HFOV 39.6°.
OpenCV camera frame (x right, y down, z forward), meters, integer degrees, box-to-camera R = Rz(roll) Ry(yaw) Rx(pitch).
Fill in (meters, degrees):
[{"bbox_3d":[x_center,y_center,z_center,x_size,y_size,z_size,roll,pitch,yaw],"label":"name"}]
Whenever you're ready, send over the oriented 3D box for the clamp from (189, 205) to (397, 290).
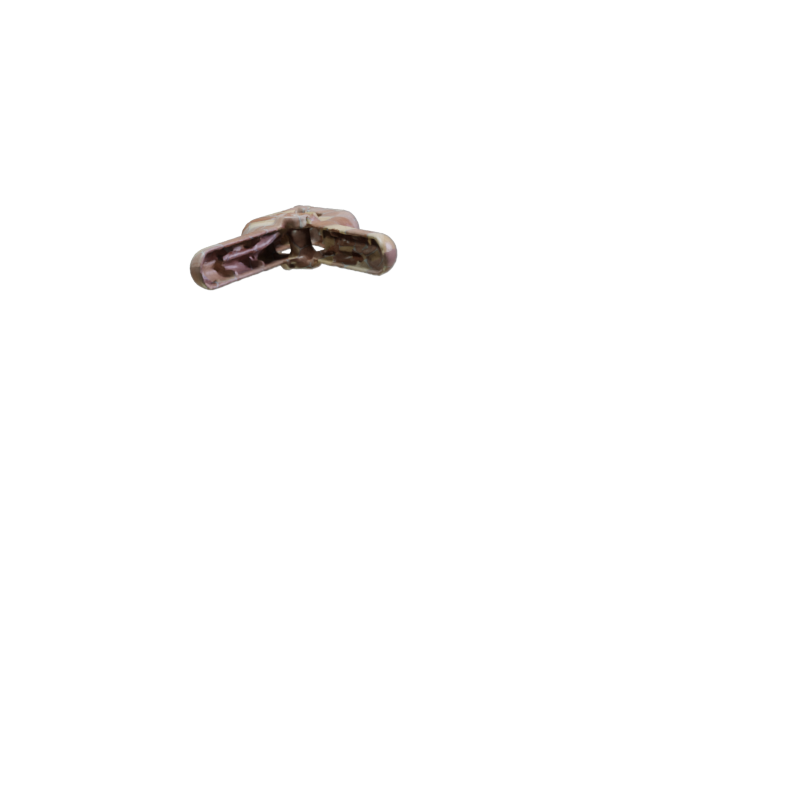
[{"bbox_3d":[-0.056,-0.101,0.710,0.122,0.038,0.176,3,20,7],"label":"clamp"}]
